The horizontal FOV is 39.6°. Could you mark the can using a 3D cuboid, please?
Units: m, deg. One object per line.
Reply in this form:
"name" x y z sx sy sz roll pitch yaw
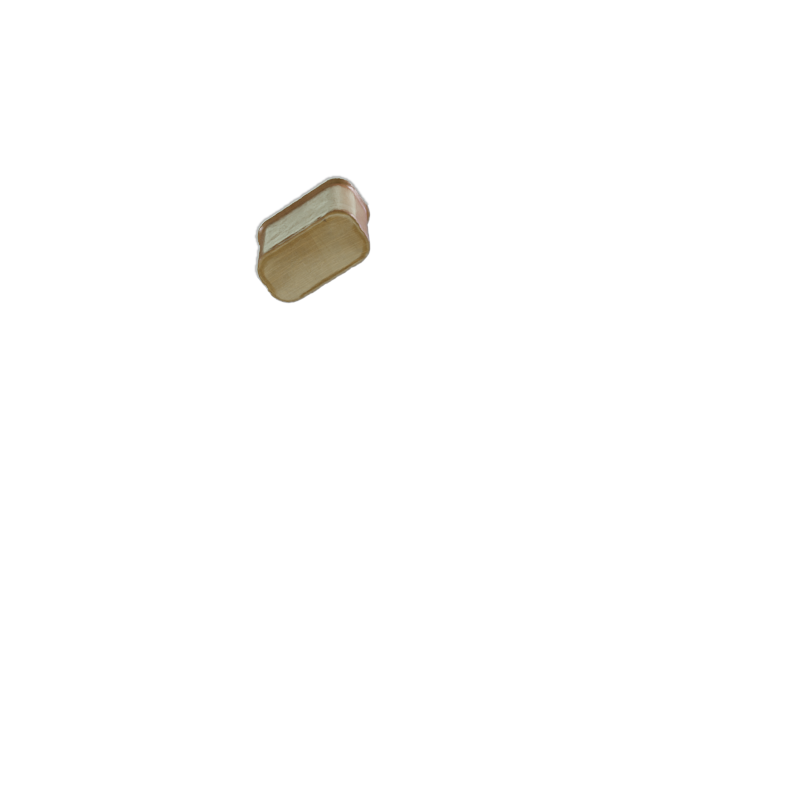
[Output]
"can" -0.075 -0.136 0.953 0.102 0.055 0.088 -31 23 12
